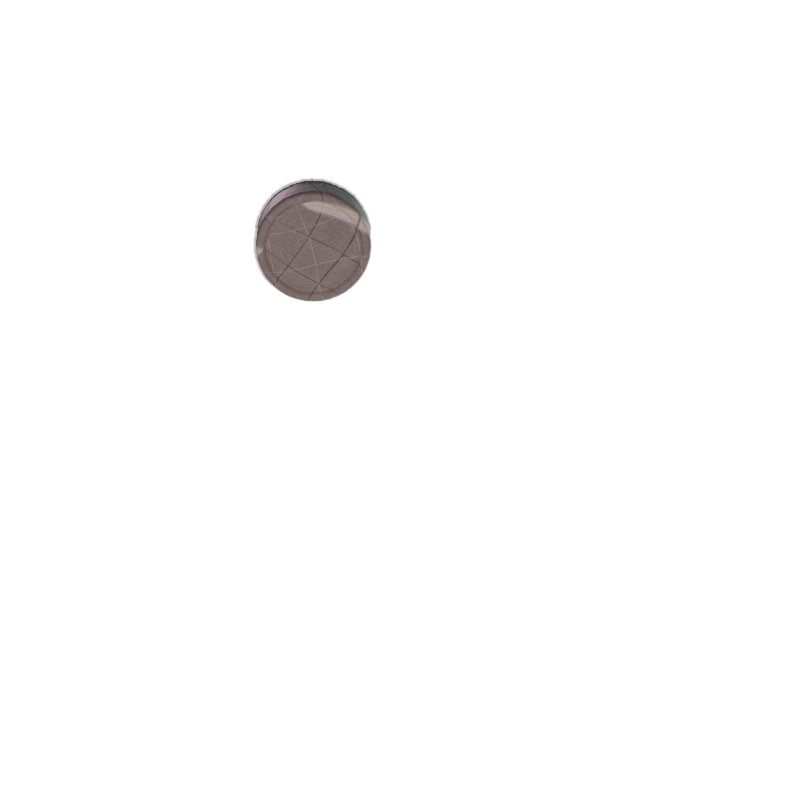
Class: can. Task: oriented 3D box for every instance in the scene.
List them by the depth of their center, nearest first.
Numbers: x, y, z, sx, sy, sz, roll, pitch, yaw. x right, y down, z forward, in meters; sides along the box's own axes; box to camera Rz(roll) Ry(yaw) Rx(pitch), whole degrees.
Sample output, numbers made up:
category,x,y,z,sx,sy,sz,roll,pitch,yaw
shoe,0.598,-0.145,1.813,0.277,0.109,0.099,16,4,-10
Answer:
category,x,y,z,sx,sy,sz,roll,pitch,yaw
can,-0.064,-0.117,0.816,0.086,0.082,0.035,0,20,-1
